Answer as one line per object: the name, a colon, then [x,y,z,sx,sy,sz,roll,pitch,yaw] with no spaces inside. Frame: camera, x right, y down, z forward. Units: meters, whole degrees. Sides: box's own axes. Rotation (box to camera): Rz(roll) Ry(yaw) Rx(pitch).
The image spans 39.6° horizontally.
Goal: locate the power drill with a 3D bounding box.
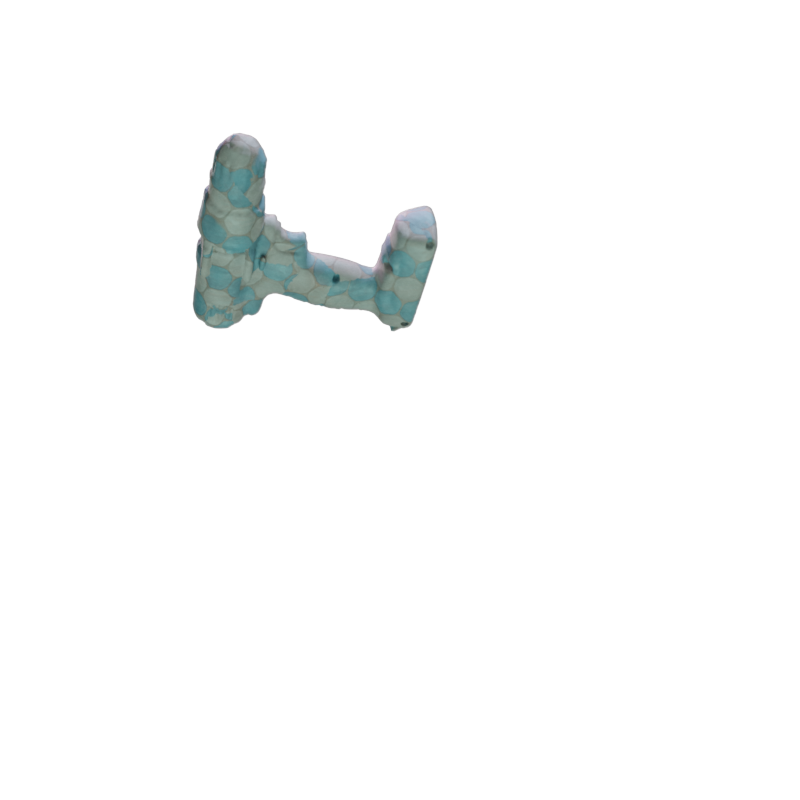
power drill: [-0.070,-0.127,0.888,0.185,0.062,0.174,8,-45,-8]
